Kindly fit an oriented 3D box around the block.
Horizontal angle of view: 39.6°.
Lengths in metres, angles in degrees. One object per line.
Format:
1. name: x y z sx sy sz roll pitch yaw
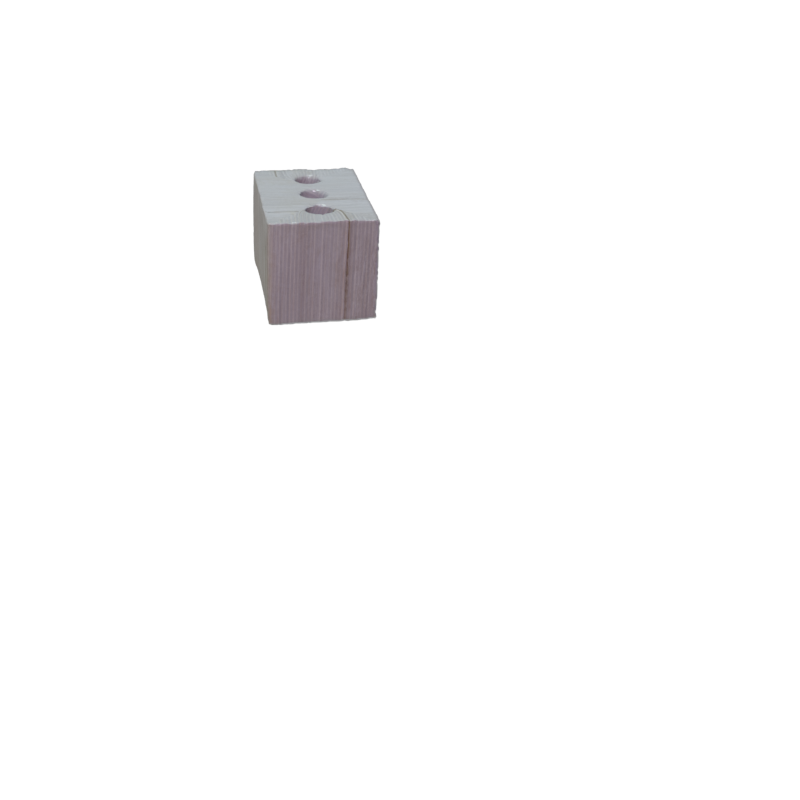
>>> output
1. block: -0.042 -0.077 0.536 0.052 0.049 0.083 -4 27 -10
